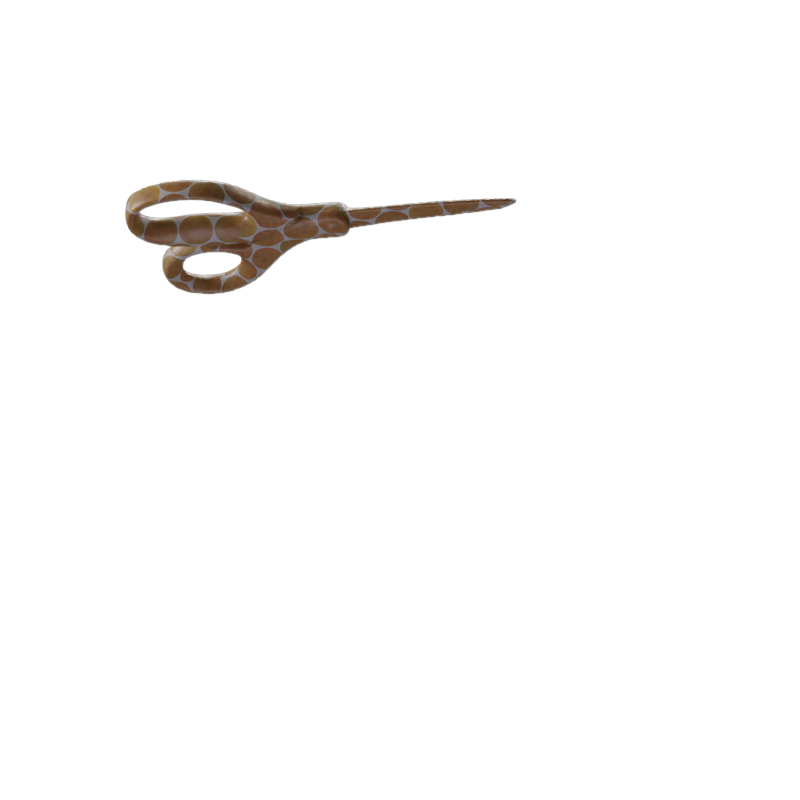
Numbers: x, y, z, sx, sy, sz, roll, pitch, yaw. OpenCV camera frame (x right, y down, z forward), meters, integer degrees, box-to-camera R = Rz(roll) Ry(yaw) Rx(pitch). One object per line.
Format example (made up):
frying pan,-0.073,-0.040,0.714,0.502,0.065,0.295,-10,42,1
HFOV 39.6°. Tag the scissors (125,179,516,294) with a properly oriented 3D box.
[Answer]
scissors,-0.047,-0.086,0.602,0.200,0.017,0.091,4,-32,-6
